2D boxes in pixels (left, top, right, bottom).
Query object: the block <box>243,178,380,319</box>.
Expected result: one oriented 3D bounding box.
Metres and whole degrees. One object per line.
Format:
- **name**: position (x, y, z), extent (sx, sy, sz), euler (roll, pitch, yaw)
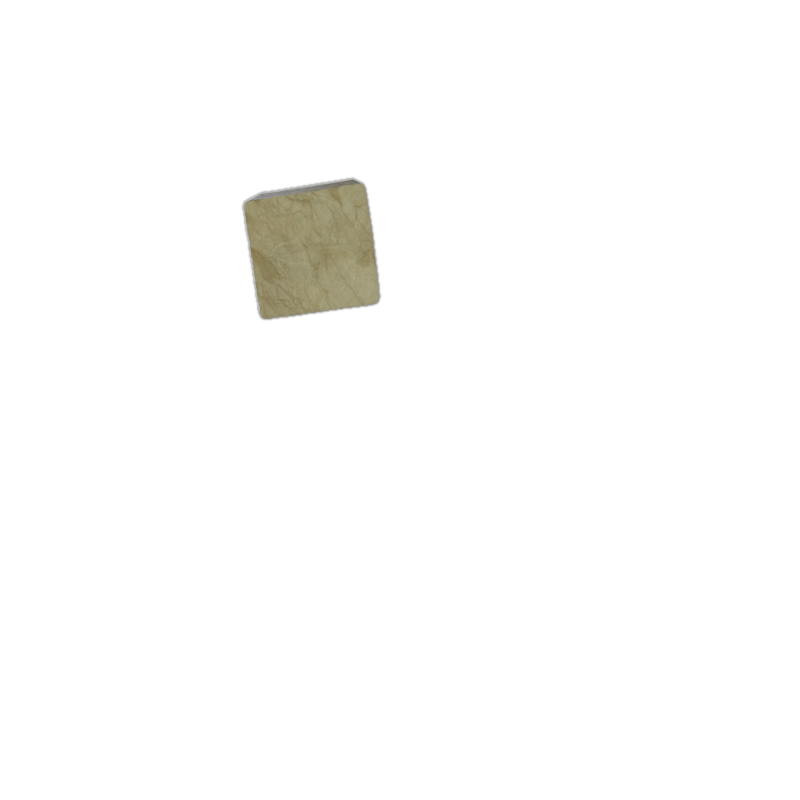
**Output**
- **block**: position (-0.070, -0.128, 0.898), extent (0.090, 0.088, 0.211), euler (-8, 11, -2)
